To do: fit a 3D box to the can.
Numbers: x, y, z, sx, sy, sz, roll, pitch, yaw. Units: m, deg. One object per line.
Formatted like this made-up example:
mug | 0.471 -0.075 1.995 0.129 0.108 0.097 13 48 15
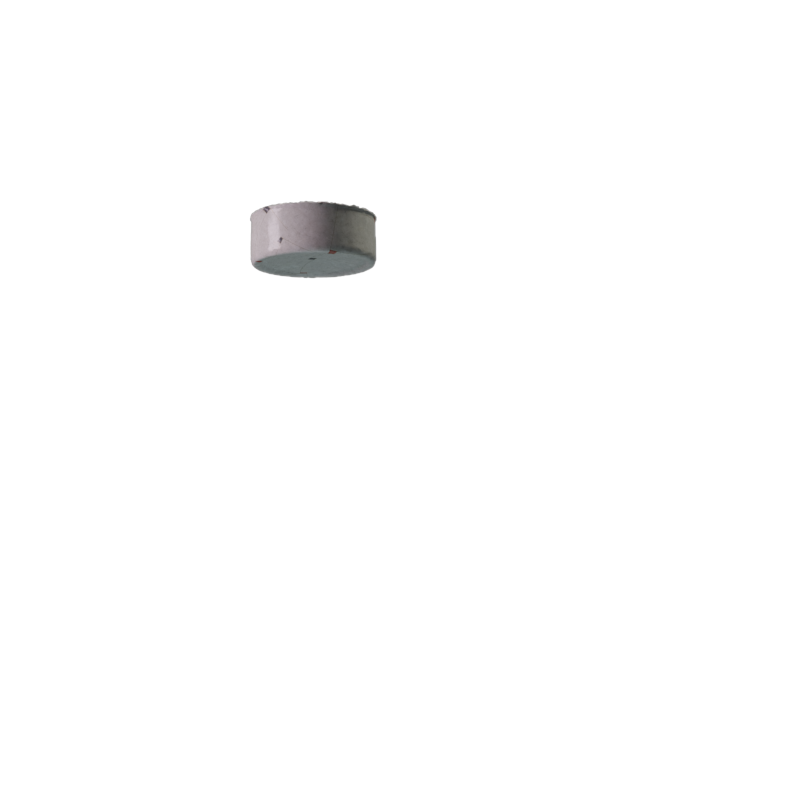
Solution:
can | -0.058 -0.107 0.746 0.086 0.034 0.084 0 -7 -2
